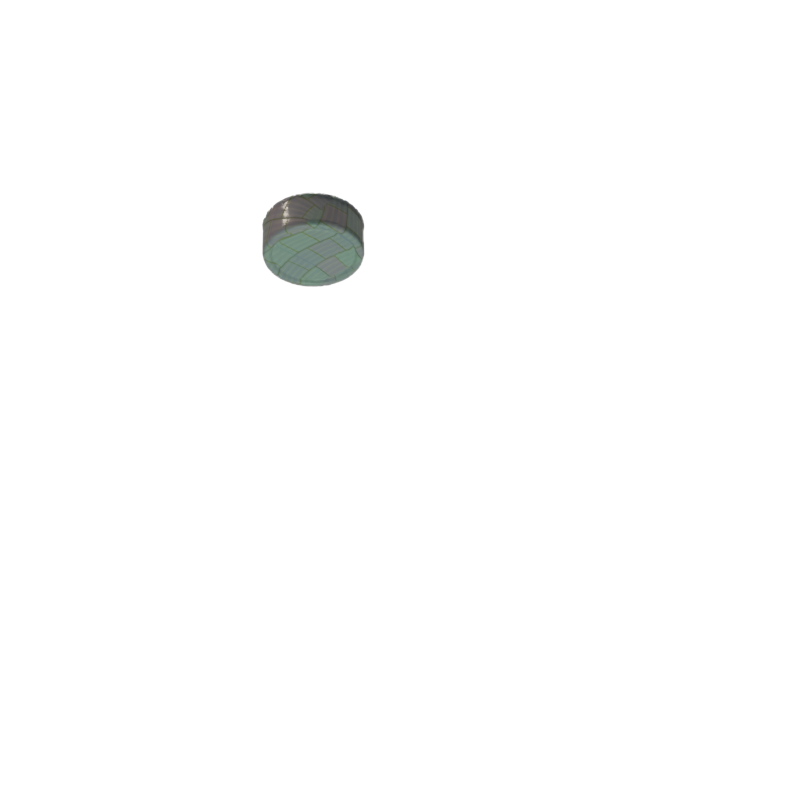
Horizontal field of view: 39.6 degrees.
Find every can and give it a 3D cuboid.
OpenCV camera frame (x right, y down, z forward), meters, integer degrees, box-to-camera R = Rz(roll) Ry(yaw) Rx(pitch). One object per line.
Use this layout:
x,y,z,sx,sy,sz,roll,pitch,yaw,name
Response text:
-0.072,-0.132,0.925,0.086,0.036,0.080,1,-35,-2,can
